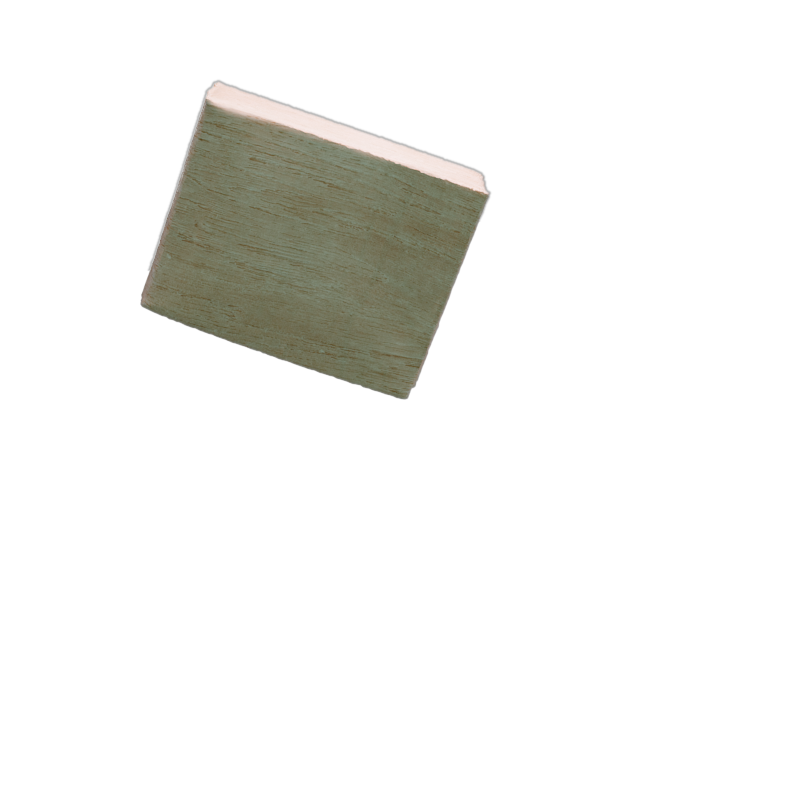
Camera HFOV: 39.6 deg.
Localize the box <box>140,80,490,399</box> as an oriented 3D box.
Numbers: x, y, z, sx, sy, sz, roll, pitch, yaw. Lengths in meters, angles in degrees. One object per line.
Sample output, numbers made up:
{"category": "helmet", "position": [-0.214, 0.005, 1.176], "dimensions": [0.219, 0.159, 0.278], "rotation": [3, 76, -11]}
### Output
{"category": "box", "position": [-0.034, -0.061, 0.427], "dimensions": [0.112, 0.087, 0.041], "rotation": [19, 17, -6]}
